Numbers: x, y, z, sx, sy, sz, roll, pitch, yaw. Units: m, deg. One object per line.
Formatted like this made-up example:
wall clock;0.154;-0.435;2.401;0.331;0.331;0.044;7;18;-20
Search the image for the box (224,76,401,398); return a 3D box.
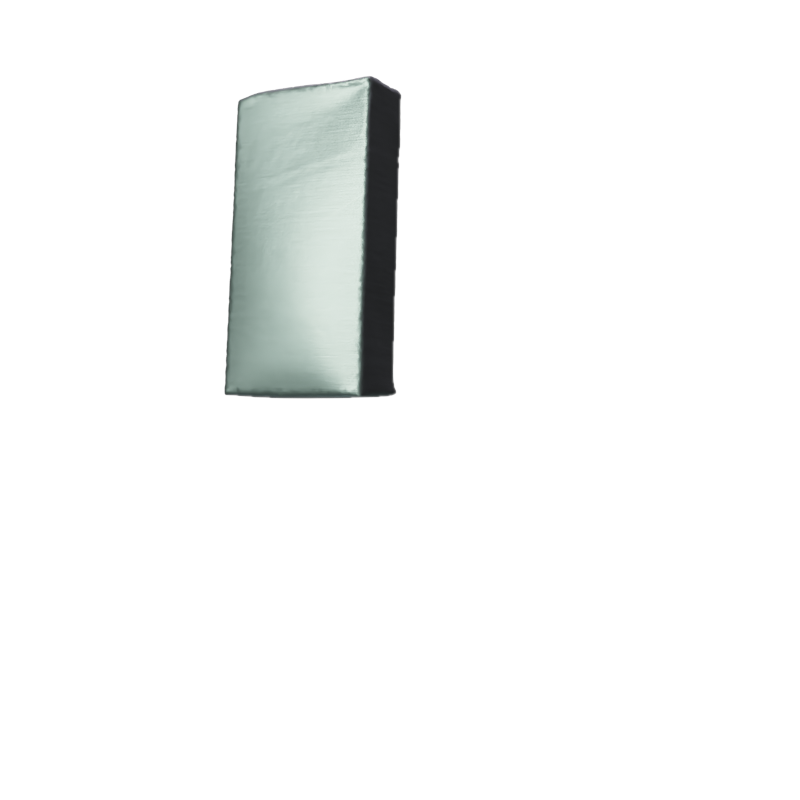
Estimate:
box;-0.050;-0.090;0.630;0.096;0.179;0.046;-4;-8;30
